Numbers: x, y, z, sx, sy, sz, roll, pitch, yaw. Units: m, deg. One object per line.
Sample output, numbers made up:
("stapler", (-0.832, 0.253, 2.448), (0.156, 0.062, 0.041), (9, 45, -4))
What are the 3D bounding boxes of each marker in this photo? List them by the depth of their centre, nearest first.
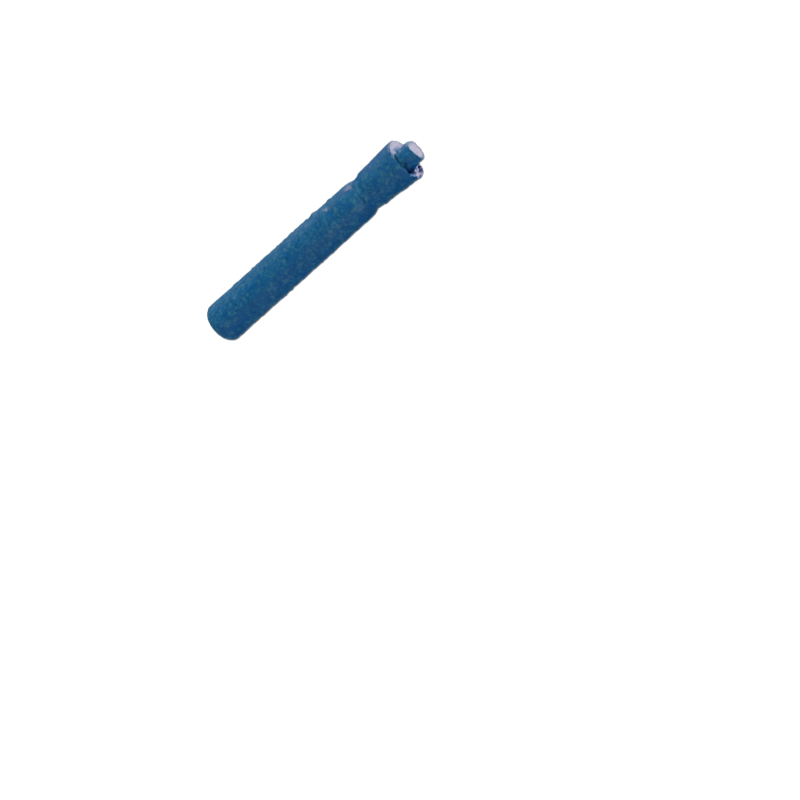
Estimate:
("marker", (-0.035, -0.064, 0.451), (0.119, 0.021, 0.019), (-37, -18, 30))
